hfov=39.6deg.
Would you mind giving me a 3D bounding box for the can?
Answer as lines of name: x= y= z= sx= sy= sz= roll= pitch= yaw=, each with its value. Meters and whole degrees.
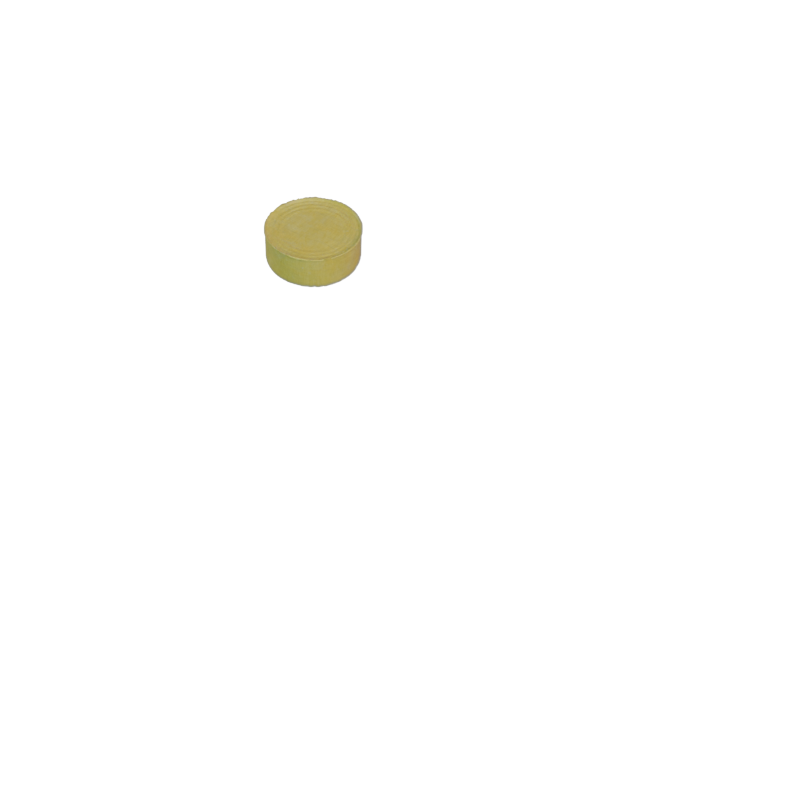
can: x=-0.076 y=-0.138 z=0.969 sx=0.086 sy=0.031 sz=0.092 roll=-1 pitch=45 yaw=-1
